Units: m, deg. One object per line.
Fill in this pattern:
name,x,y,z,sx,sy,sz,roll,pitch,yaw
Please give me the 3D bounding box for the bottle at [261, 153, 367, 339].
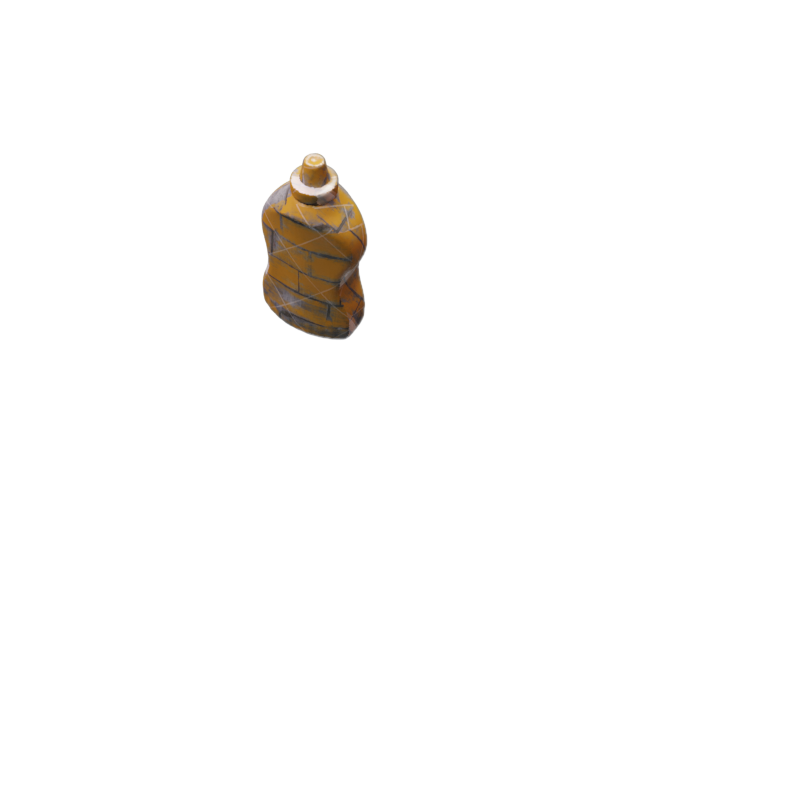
bottle,-0.076,-0.139,0.972,0.100,0.179,0.060,28,54,19
